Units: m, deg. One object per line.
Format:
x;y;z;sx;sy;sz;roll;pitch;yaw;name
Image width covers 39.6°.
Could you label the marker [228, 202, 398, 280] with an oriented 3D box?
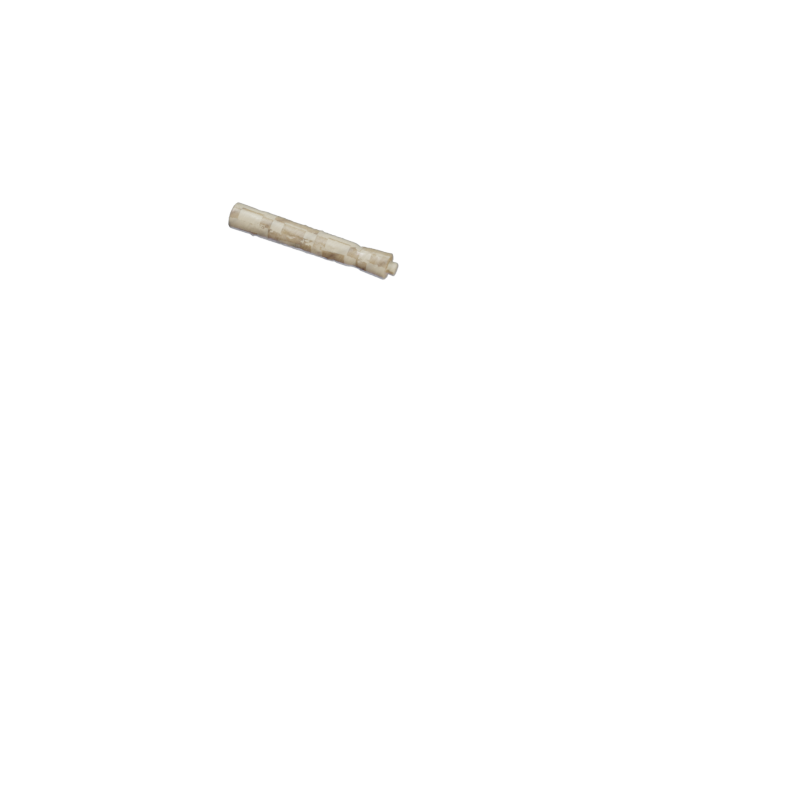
-0.059;-0.108;0.756;0.124;0.019;0.019;20;8;14;marker
